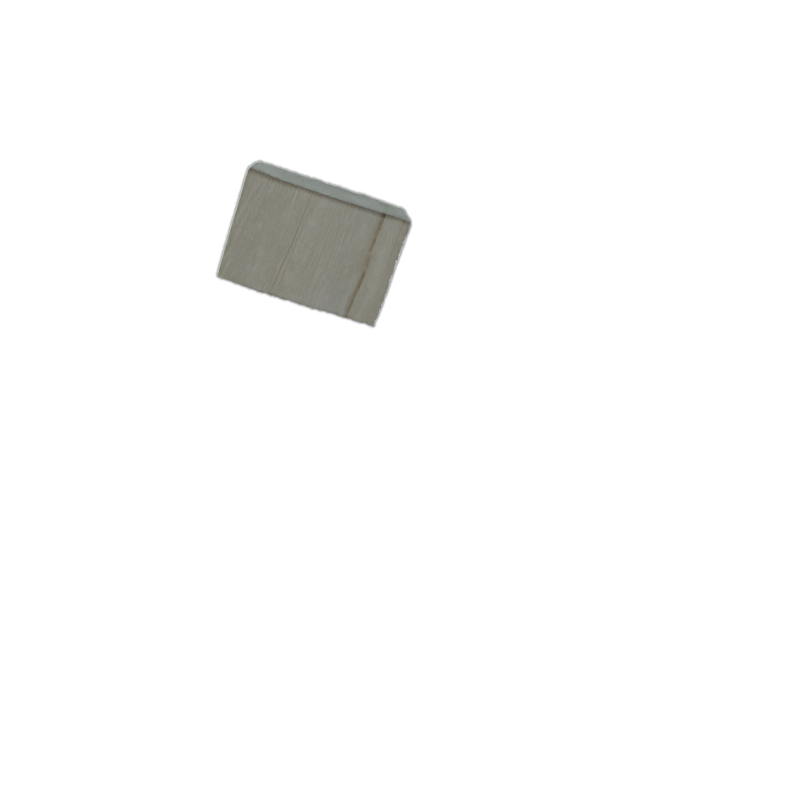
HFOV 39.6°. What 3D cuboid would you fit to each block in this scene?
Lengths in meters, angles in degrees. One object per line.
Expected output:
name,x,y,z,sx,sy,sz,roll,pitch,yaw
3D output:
block,-0.040,-0.074,0.517,0.077,0.052,0.053,18,12,-5
